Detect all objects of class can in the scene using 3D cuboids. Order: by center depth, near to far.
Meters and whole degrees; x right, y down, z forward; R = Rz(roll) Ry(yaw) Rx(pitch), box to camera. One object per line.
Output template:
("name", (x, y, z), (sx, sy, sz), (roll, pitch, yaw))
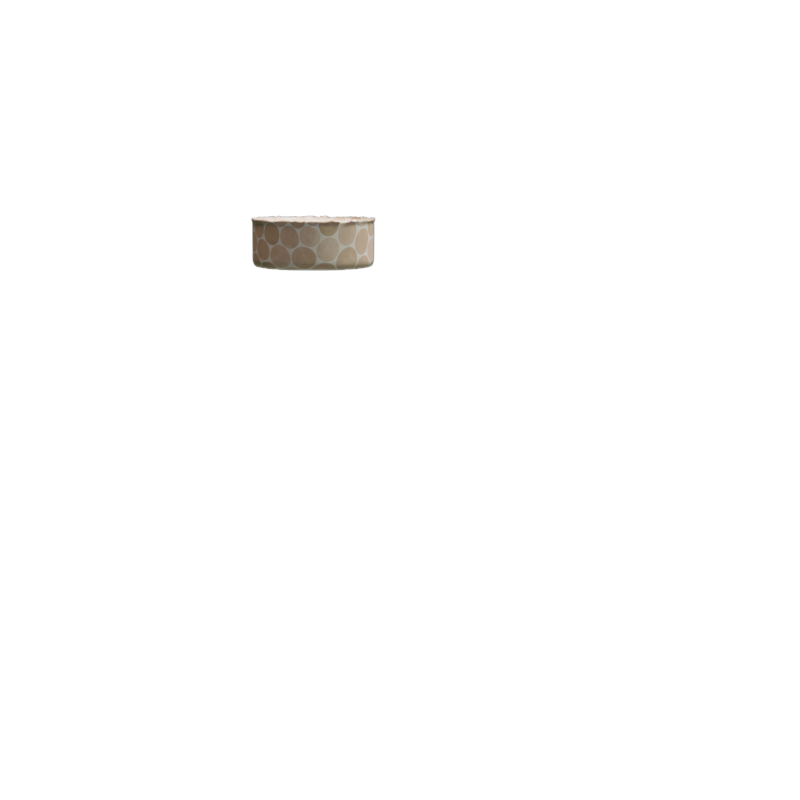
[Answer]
("can", (-0.060, -0.109, 0.766), (0.086, 0.033, 0.088), (0, 11, -2))
